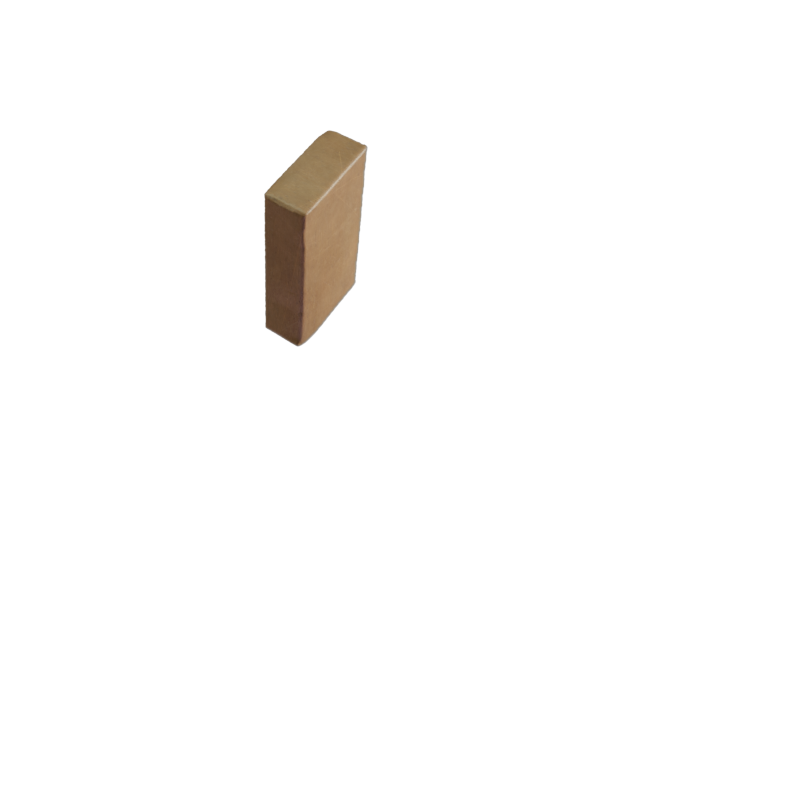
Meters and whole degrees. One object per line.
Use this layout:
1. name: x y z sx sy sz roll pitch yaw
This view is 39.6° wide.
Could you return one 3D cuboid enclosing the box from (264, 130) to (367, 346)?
1. box: -0.073 -0.132 0.925 0.050 0.096 0.164 27 -34 16
